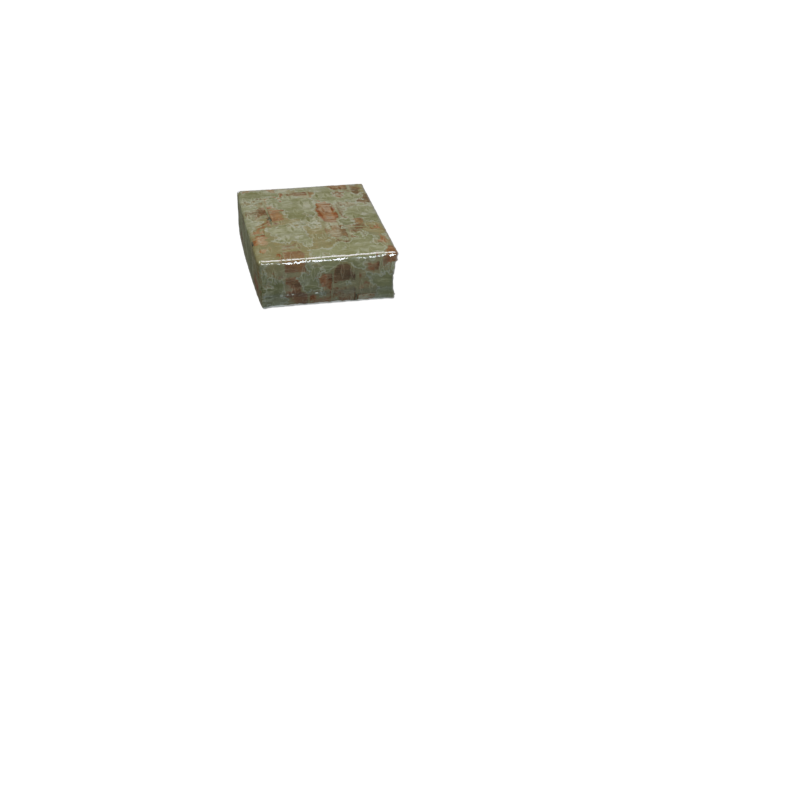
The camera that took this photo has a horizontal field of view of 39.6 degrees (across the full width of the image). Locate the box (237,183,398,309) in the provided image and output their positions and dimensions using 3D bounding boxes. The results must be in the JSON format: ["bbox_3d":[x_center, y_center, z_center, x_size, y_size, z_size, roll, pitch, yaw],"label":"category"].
[{"bbox_3d":[-0.058,-0.105,0.737,0.089,0.036,0.122,-7,35,-10],"label":"box"}]
